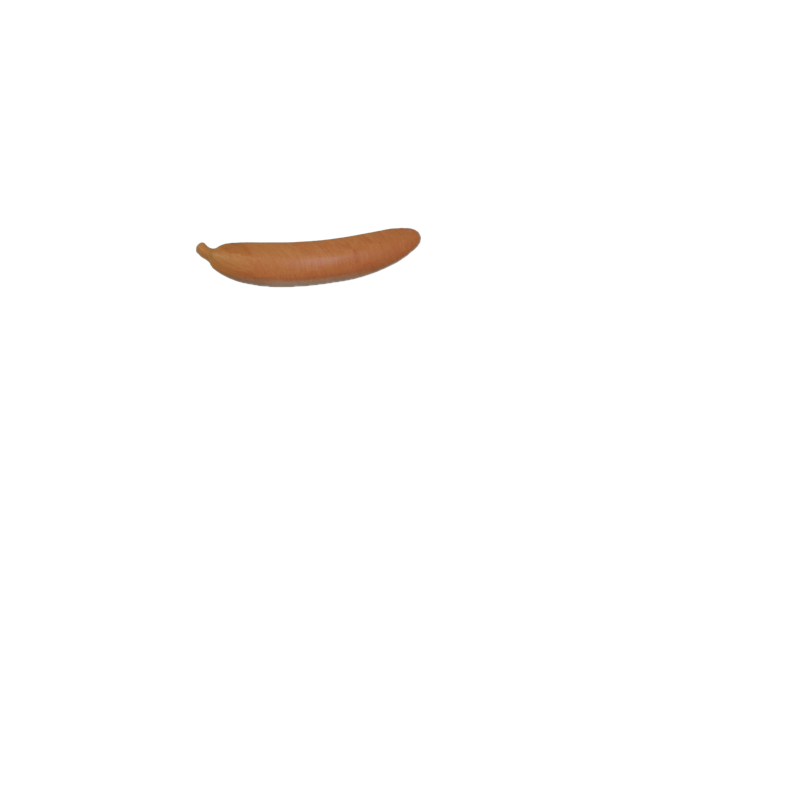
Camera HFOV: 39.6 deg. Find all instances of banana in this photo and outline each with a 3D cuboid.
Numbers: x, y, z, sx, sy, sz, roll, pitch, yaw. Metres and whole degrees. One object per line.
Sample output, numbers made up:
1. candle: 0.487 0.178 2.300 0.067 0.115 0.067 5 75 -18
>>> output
1. banana: -0.077 -0.125 0.948 0.197 0.034 0.075 -2 39 -3
